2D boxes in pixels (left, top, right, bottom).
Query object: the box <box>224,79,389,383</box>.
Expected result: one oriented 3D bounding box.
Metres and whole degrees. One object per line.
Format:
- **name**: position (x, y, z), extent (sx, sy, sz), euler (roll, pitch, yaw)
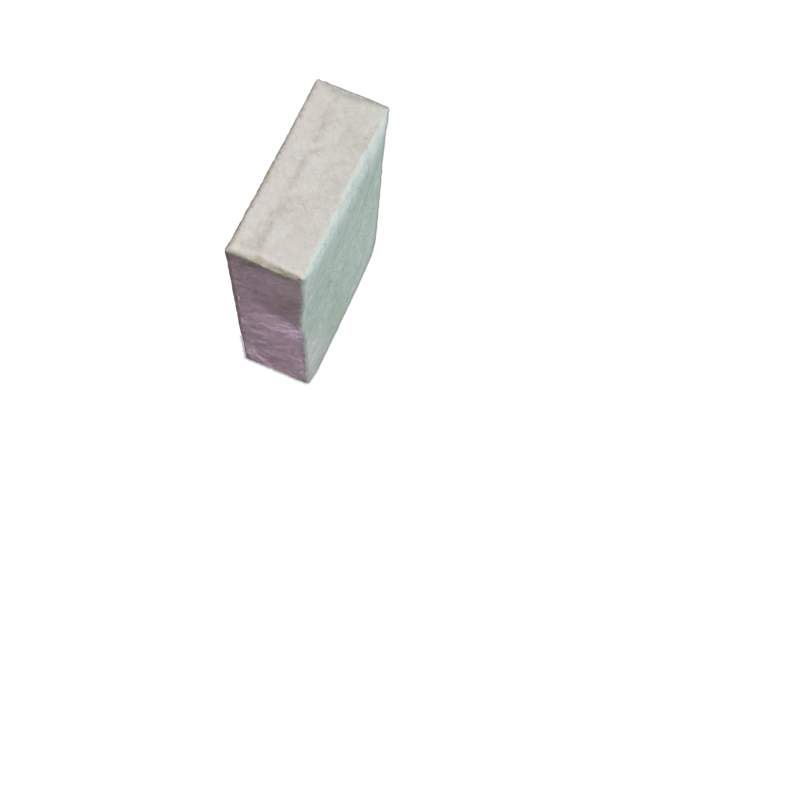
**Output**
- **box**: position (-0.071, -0.129, 0.904), extent (0.073, 0.170, 0.203), euler (22, -22, 4)
